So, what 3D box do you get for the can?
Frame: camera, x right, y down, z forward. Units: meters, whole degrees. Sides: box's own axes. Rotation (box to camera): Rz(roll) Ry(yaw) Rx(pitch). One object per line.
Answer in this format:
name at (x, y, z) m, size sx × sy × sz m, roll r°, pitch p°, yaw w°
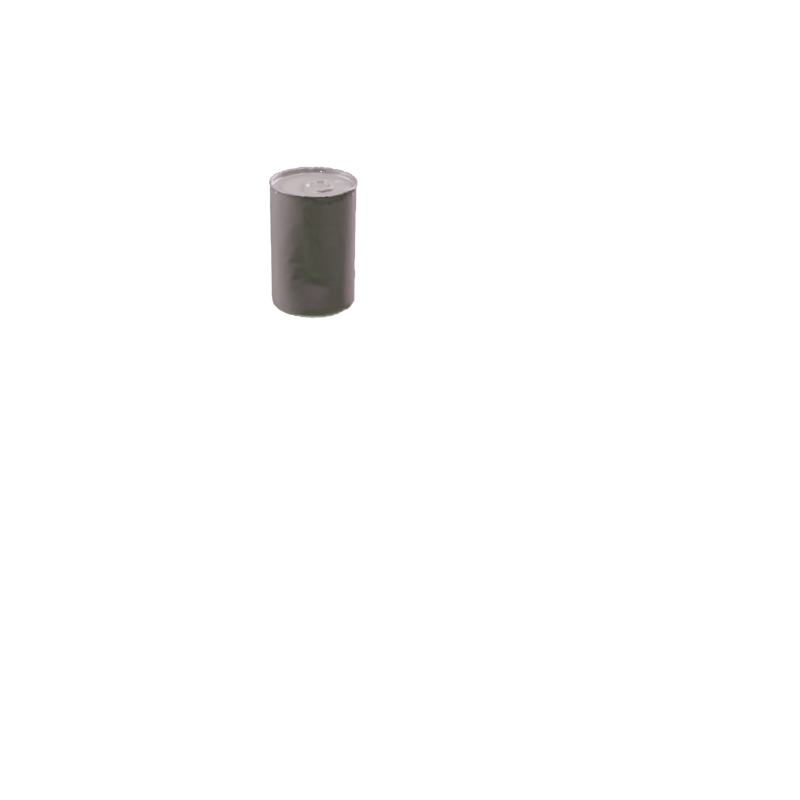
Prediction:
can at (-0.068, -0.124, 0.868) m, size 0.068 × 0.097 × 0.072 m, roll 0°, pitch 25°, yaw -2°
